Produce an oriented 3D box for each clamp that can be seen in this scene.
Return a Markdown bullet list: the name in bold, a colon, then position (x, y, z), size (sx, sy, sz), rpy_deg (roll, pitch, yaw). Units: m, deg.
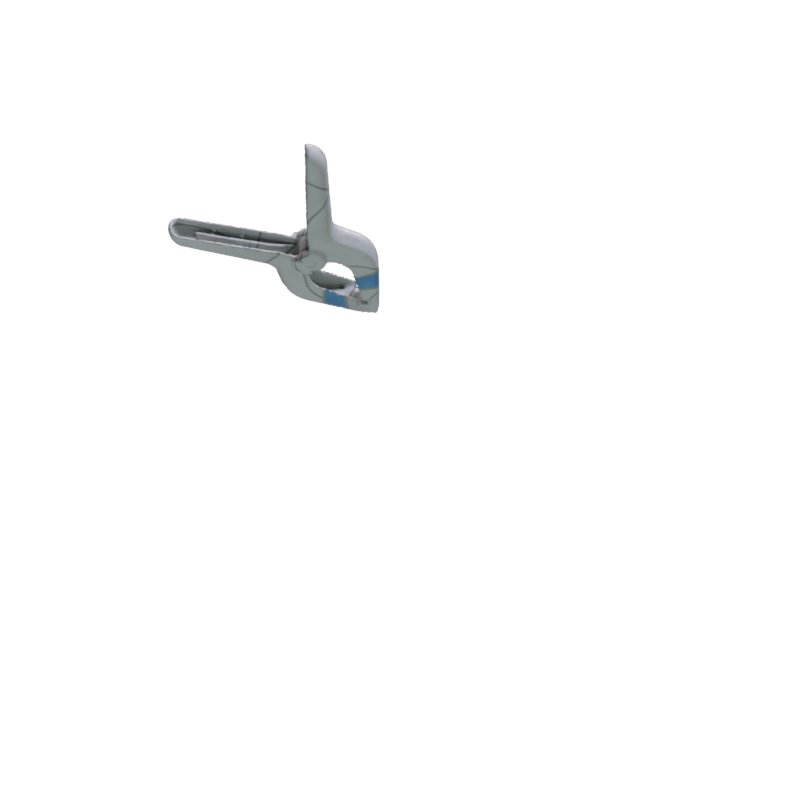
- **clamp**: position (-0.077, -0.141, 0.988), size (0.164, 0.039, 0.196), rpy_deg (-28, -43, 34)
